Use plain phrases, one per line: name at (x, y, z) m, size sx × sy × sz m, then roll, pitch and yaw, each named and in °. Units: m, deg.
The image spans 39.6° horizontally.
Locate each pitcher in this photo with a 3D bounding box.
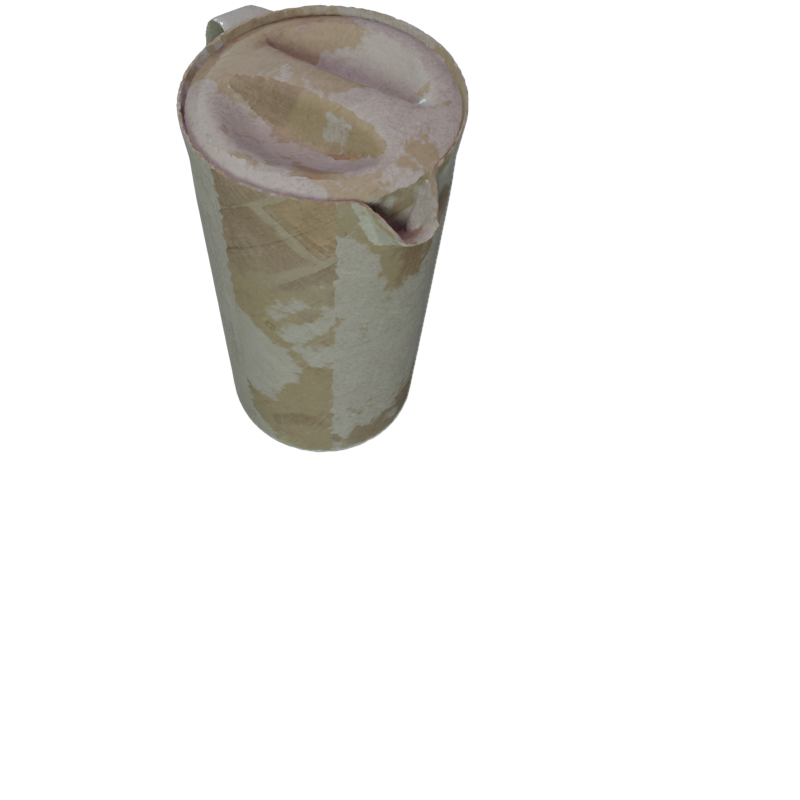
pitcher at (-0.047, -0.085, 0.596) m, size 0.147 × 0.158 × 0.227 m, roll 11°, pitch -36°, yaw 5°
